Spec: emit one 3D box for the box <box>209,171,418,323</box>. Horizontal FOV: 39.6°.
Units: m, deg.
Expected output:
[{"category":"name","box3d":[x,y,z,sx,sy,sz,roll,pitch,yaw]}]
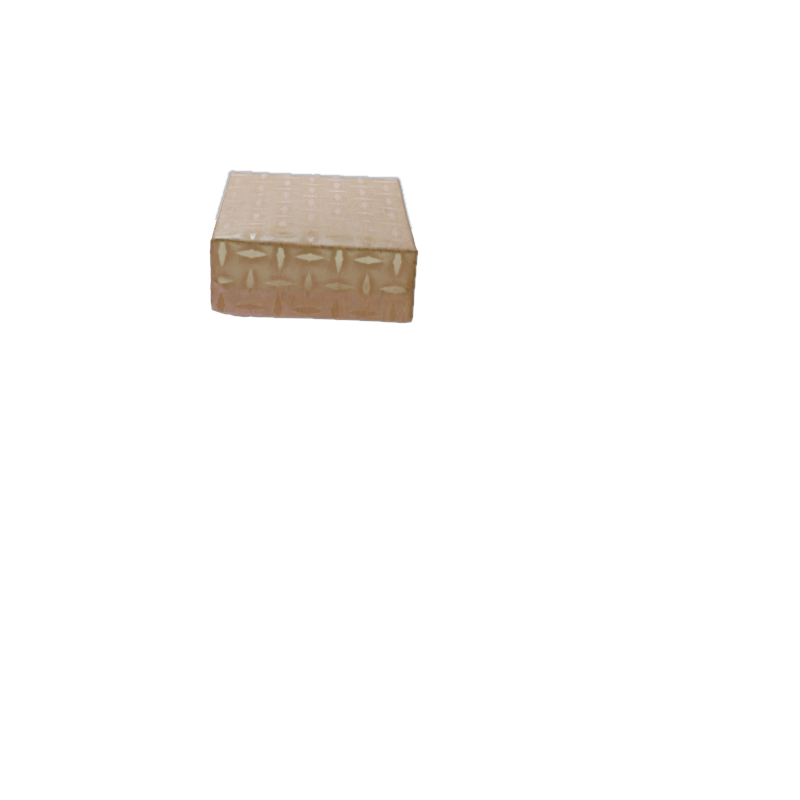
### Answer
[{"category":"box","box3d":[-0.076,-0.138,0.966,0.164,0.069,0.225,2,24,-4]}]
